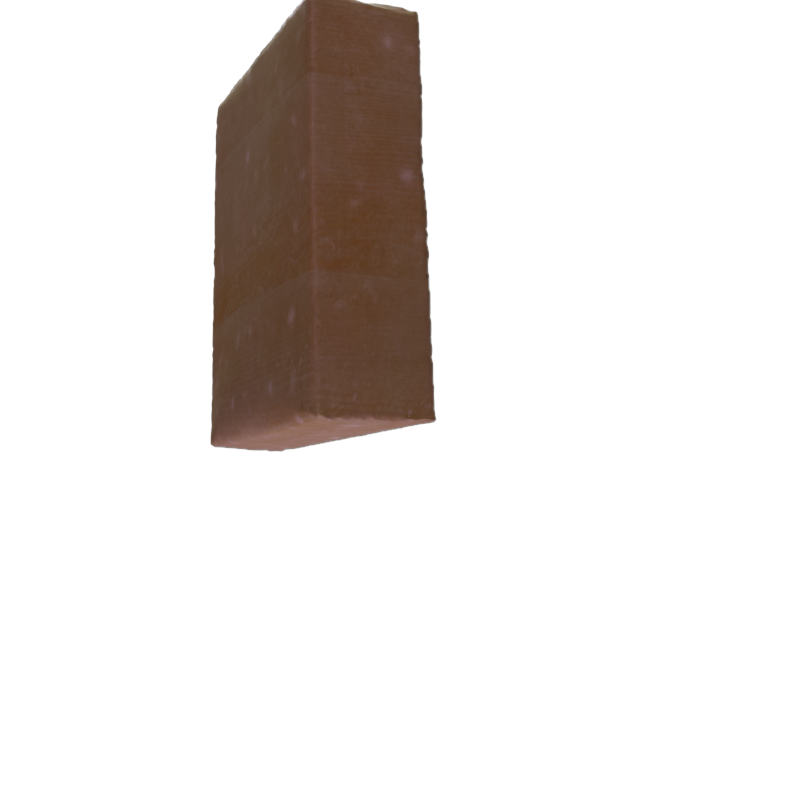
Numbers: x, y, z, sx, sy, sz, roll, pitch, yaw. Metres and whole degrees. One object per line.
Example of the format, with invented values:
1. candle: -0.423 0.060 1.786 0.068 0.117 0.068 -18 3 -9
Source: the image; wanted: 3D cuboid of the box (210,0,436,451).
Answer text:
1. box: -0.047 -0.086 0.603 0.069 0.221 0.164 6 -14 -25
